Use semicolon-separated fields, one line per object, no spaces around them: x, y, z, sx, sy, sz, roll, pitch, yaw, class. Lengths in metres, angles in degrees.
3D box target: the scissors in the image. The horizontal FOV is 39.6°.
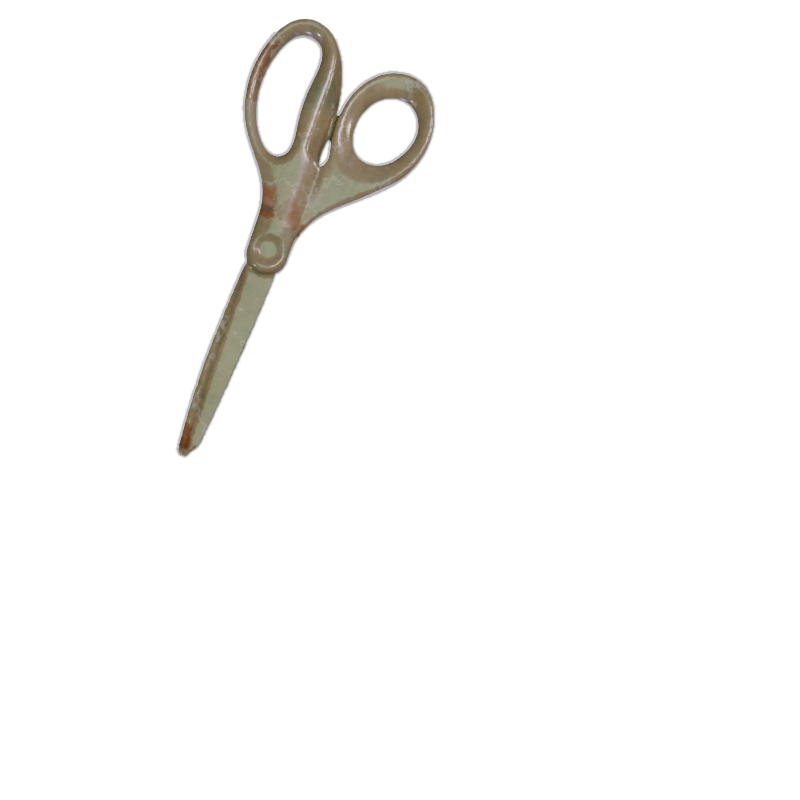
-0.039;-0.071;0.498;0.096;0.205;0.015;6;-7;1;scissors
